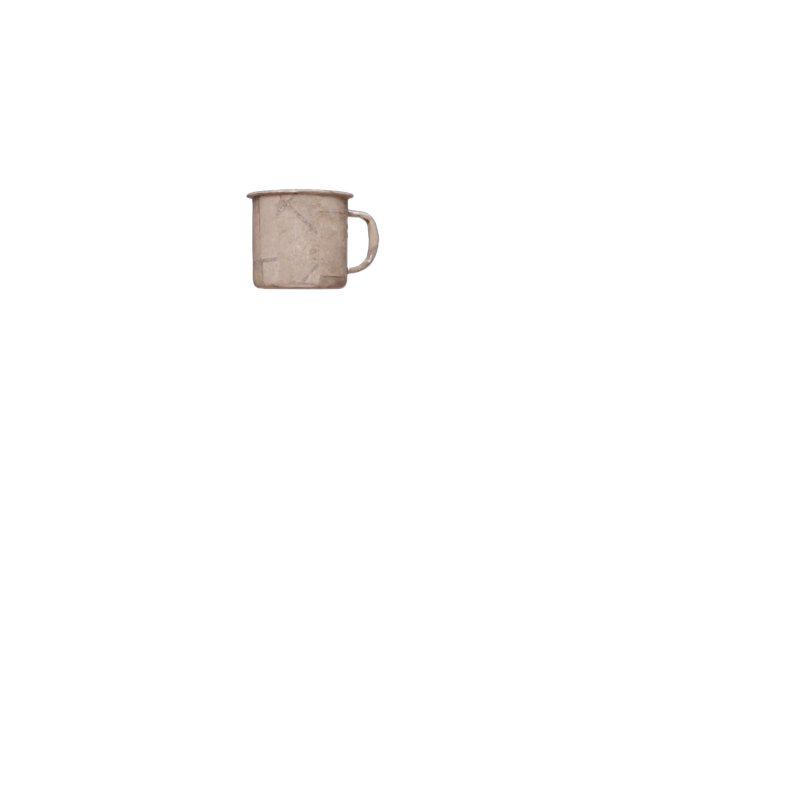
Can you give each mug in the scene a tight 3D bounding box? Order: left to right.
[{"bbox_3d":[-0.075,-0.137,0.956,0.114,0.082,0.095,-1,2,-19],"label":"mug"}]
